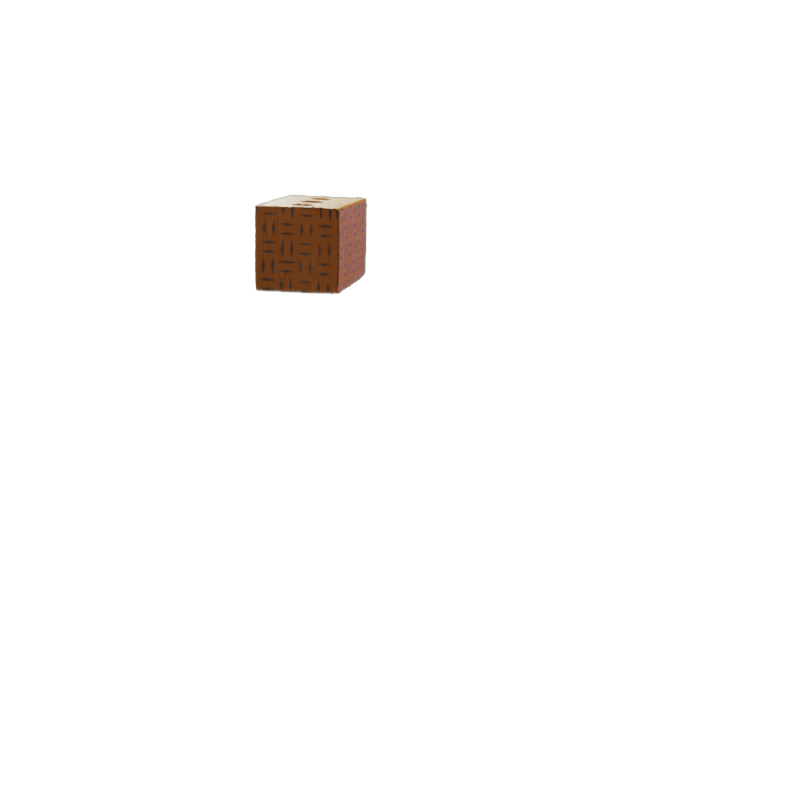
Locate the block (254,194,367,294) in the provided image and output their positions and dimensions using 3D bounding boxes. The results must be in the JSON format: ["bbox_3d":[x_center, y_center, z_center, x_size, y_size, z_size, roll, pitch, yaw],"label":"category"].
[{"bbox_3d":[-0.053,-0.097,0.679,0.054,0.050,0.079,3,13,11],"label":"block"}]
